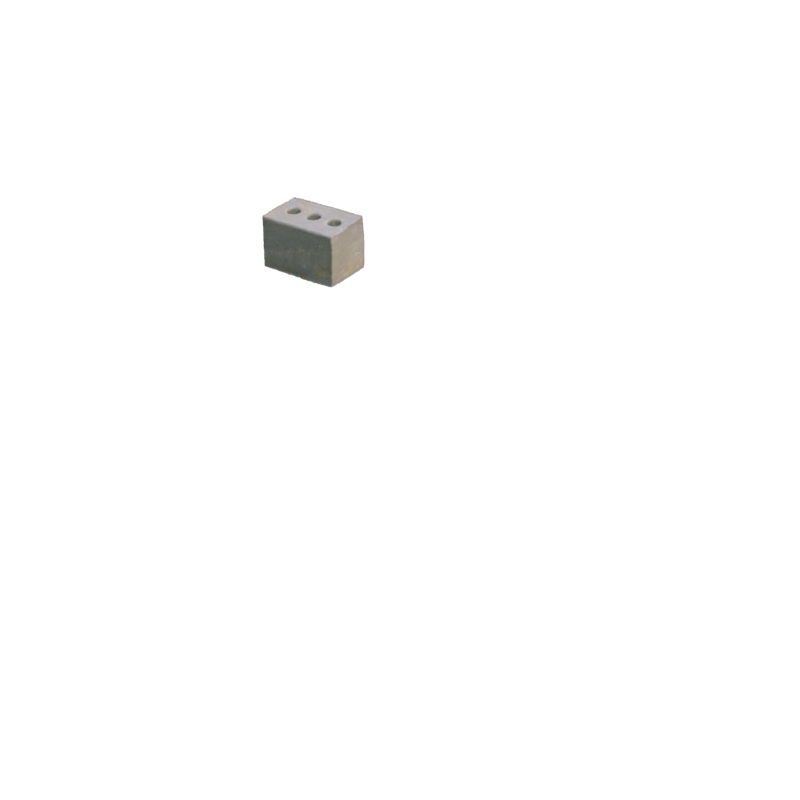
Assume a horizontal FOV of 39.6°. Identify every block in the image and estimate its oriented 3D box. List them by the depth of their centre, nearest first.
[{"bbox_3d":[-0.078,-0.142,0.993,0.082,0.048,0.053,19,34,28],"label":"block"}]
